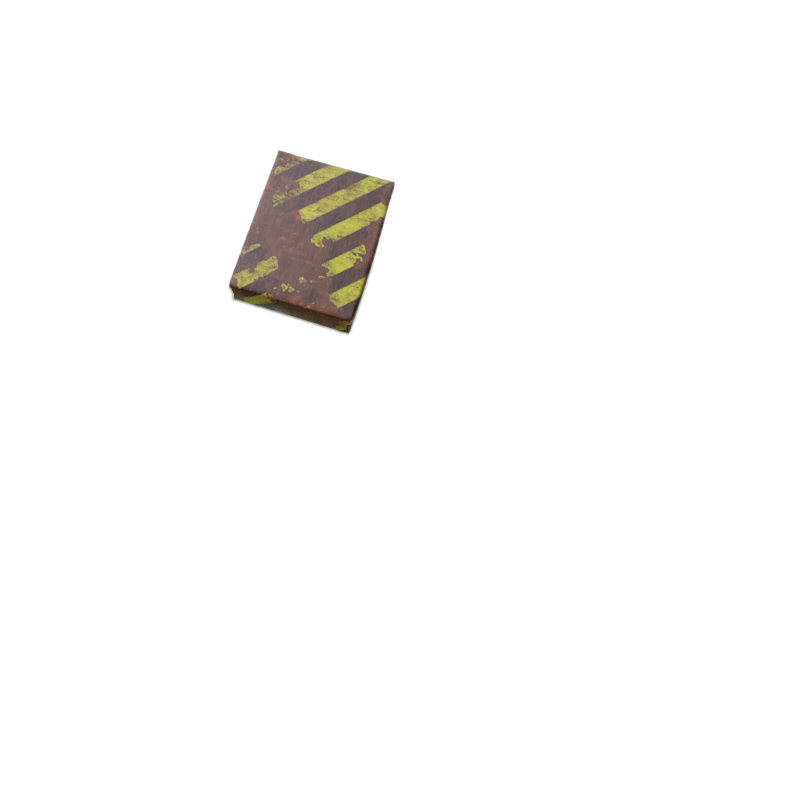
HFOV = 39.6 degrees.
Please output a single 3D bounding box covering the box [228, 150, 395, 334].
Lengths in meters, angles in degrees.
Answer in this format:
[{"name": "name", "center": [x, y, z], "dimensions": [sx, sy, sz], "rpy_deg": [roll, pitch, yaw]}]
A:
[{"name": "box", "center": [-0.062, -0.113, 0.795], "dimensions": [0.091, 0.118, 0.037], "rpy_deg": [16, -21, 5]}]
